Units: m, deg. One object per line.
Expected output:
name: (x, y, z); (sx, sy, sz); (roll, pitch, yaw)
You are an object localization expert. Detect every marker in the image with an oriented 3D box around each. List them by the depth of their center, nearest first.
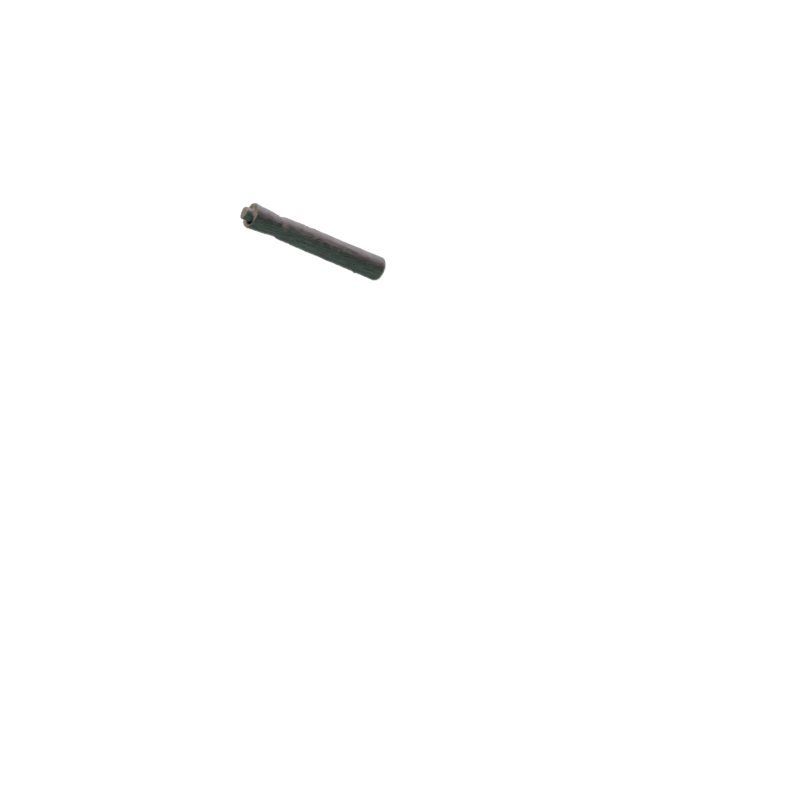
marker: (-0.063, -0.115, 0.807); (0.115, 0.020, 0.020); (20, -7, -30)
